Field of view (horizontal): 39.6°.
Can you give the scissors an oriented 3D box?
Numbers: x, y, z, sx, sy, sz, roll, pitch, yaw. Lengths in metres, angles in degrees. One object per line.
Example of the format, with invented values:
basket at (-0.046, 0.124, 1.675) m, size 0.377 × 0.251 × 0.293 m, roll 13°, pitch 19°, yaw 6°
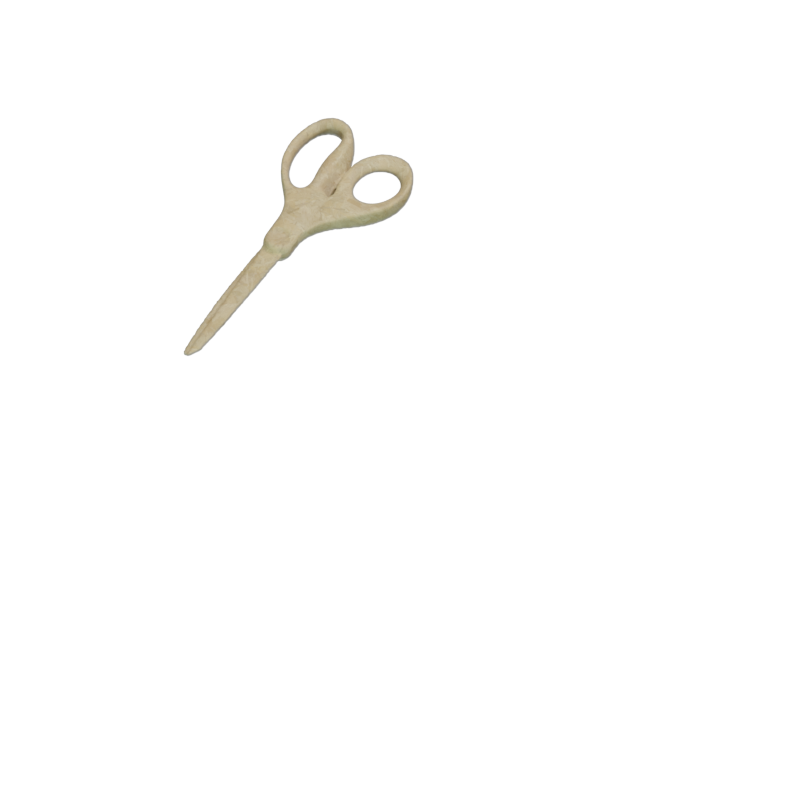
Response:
scissors at (-0.054, -0.098, 0.687) m, size 0.098 × 0.212 × 0.015 m, roll 12°, pitch -34°, yaw 8°
